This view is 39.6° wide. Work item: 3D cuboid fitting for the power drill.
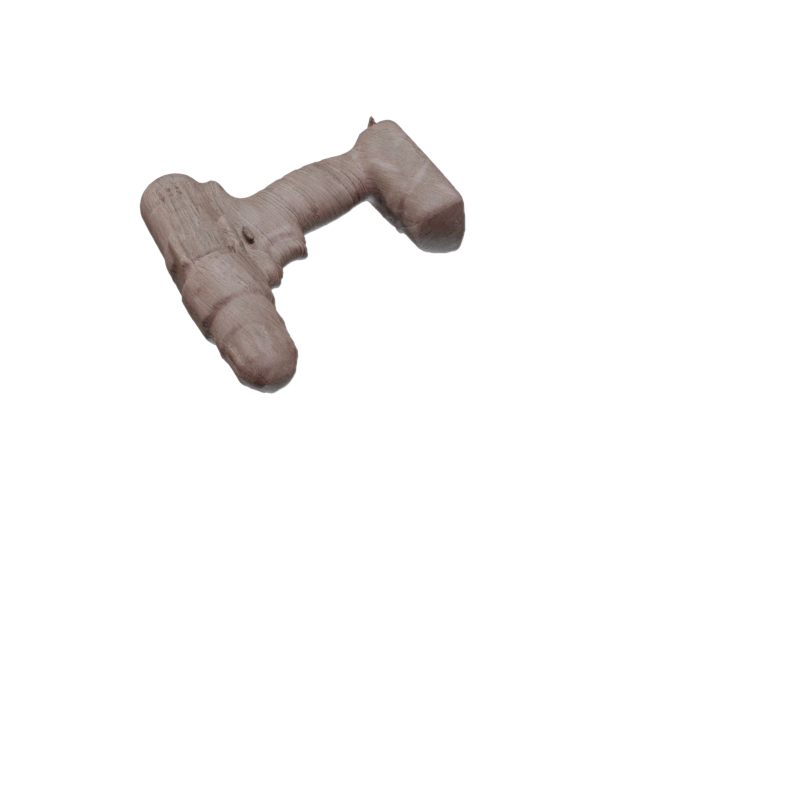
[{"bbox_3d":[-0.056,-0.102,0.713,0.186,0.199,0.053,-22,-37,-18],"label":"power drill"}]
